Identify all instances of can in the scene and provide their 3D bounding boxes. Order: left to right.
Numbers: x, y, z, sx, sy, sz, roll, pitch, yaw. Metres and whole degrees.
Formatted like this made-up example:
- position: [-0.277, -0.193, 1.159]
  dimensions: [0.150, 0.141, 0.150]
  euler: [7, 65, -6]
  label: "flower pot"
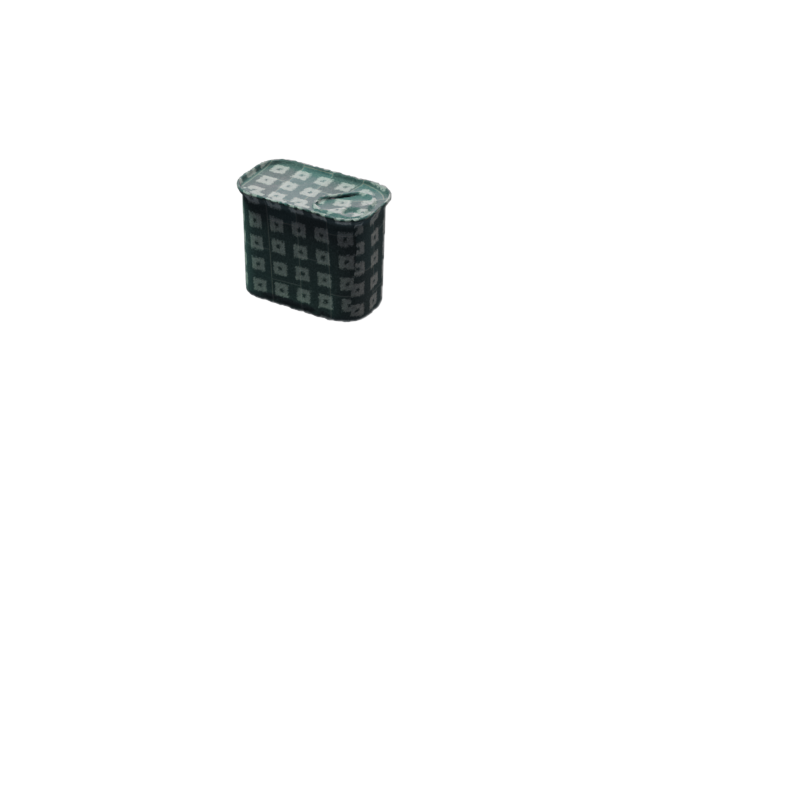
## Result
- position: [-0.059, -0.107, 0.753]
  dimensions: [0.107, 0.079, 0.059]
  euler: [19, 37, 24]
  label: "can"
